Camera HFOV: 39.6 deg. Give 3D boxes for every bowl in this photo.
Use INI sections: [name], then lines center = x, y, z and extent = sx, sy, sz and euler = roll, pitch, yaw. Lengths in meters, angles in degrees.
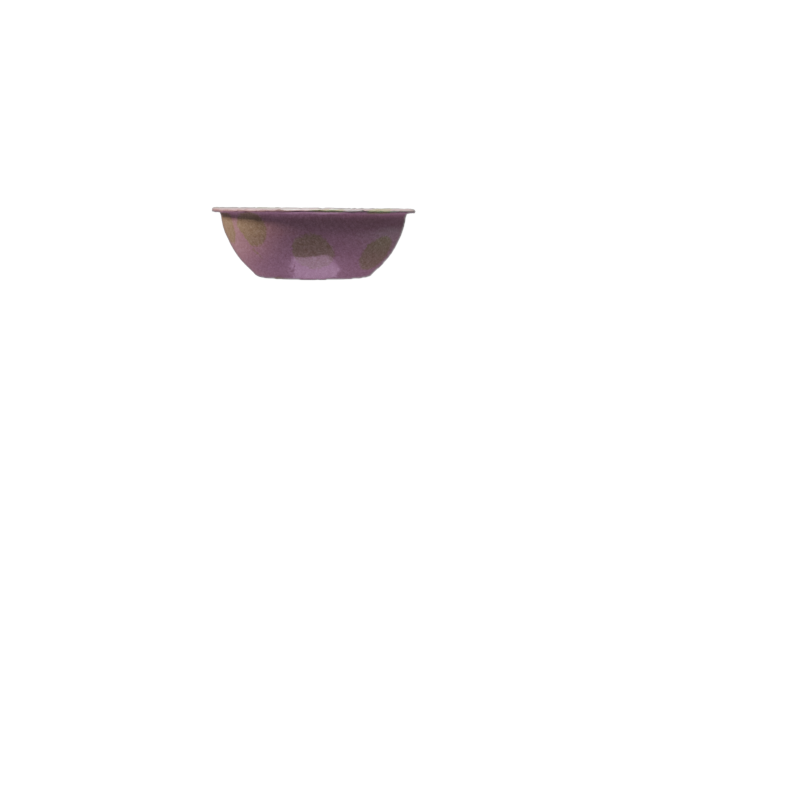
[bowl]
center = -0.069, -0.125, 0.879
extent = 0.162, 0.054, 0.165
euler = 0, 9, -2
